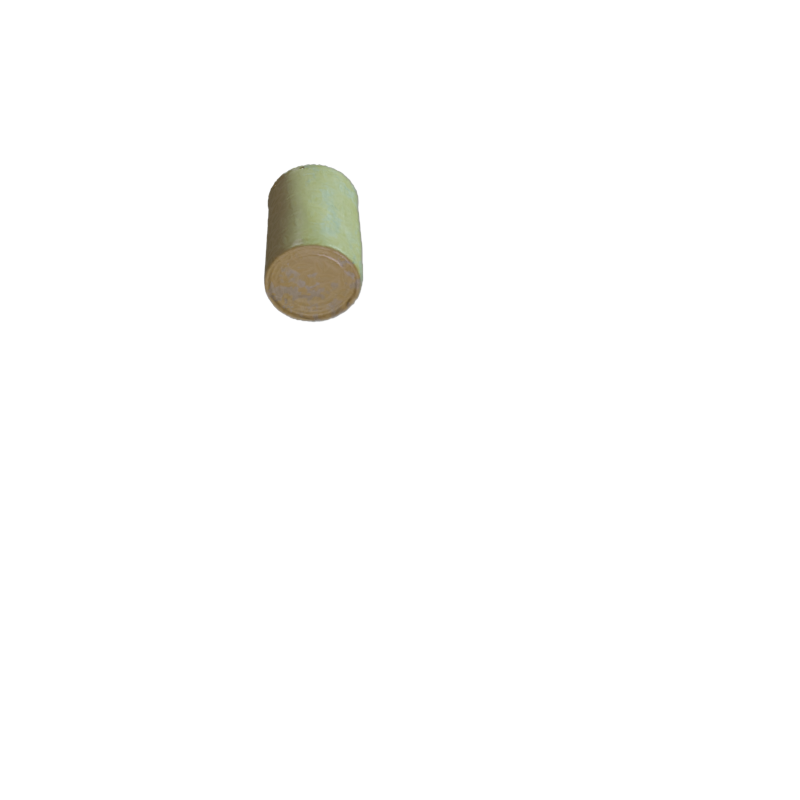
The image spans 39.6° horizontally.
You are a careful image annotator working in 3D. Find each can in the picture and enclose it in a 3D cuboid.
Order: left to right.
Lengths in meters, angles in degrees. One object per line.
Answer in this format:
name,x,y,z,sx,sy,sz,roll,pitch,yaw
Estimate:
can,-0.061,-0.112,0.784,0.068,0.064,0.109,-1,39,-3
